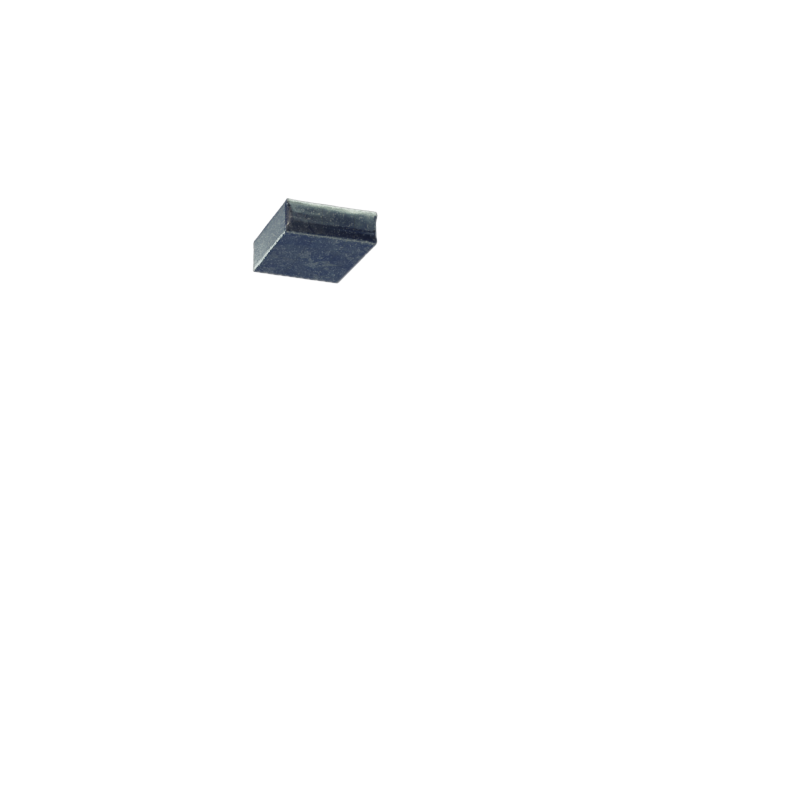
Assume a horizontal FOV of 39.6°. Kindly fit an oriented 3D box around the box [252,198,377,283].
[{"bbox_3d":[-0.067,-0.122,0.853,0.071,0.032,0.088,7,-19,-20],"label":"box"}]
